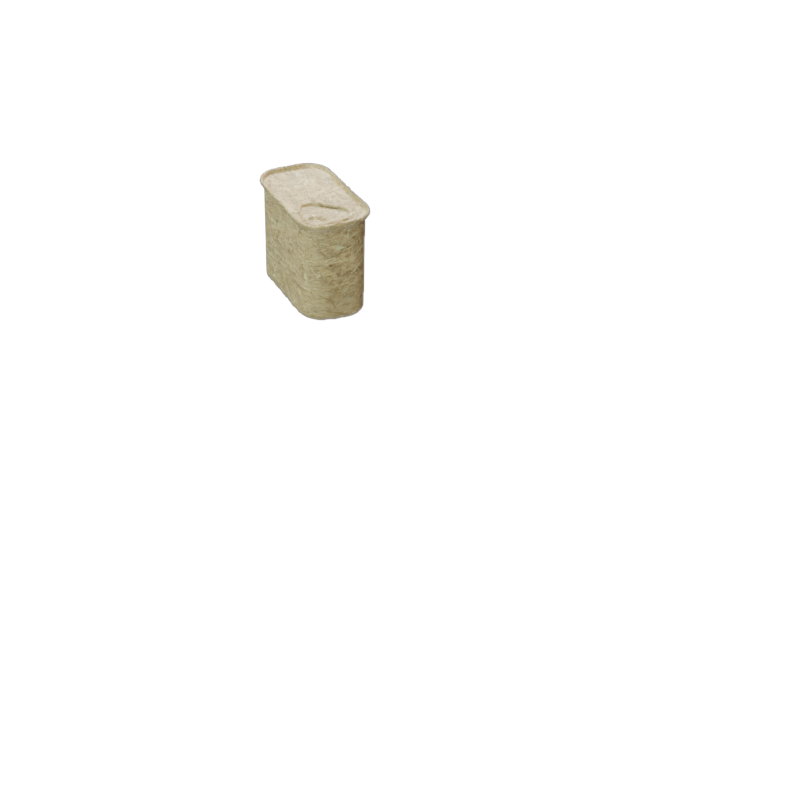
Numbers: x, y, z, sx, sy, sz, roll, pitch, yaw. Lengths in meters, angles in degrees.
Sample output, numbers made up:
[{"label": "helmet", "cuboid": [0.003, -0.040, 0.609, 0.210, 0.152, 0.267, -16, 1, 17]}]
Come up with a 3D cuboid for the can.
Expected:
[{"label": "can", "cuboid": [-0.066, -0.120, 0.839, 0.057, 0.079, 0.110, -14, 36, -23]}]
